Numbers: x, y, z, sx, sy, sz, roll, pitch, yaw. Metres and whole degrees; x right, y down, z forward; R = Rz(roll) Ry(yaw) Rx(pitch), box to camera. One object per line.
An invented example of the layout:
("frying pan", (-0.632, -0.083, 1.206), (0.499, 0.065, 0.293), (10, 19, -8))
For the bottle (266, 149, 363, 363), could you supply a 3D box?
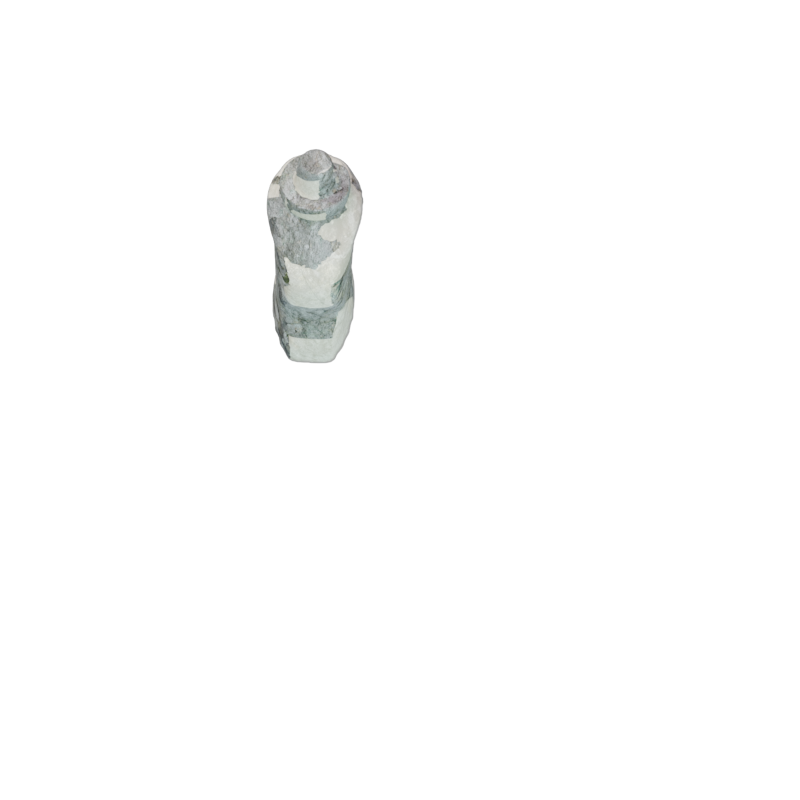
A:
("bottle", (-0.055, -0.101, 0.706), (0.058, 0.101, 0.182), (4, -23, -3))
